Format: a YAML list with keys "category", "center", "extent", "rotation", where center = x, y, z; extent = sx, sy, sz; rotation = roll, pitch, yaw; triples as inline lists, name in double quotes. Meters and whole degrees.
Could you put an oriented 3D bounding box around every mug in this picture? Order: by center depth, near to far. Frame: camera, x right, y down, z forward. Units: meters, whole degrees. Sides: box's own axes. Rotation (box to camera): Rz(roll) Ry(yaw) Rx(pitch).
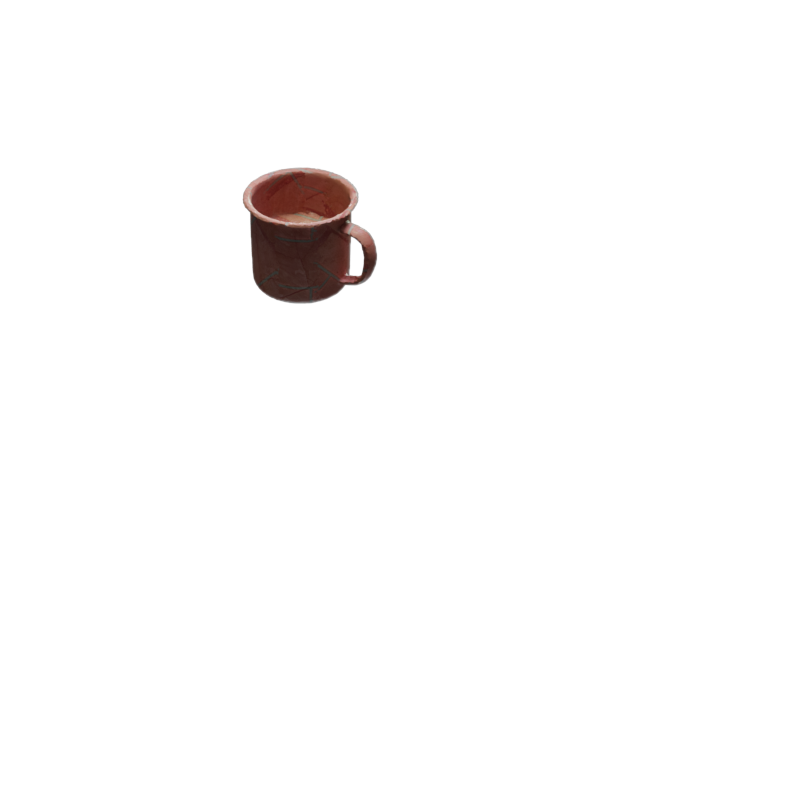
- category: "mug"
  center: [-0.071, -0.129, 0.904]
  extent: [0.123, 0.076, 0.095]
  rotation: [20, 41, 23]
